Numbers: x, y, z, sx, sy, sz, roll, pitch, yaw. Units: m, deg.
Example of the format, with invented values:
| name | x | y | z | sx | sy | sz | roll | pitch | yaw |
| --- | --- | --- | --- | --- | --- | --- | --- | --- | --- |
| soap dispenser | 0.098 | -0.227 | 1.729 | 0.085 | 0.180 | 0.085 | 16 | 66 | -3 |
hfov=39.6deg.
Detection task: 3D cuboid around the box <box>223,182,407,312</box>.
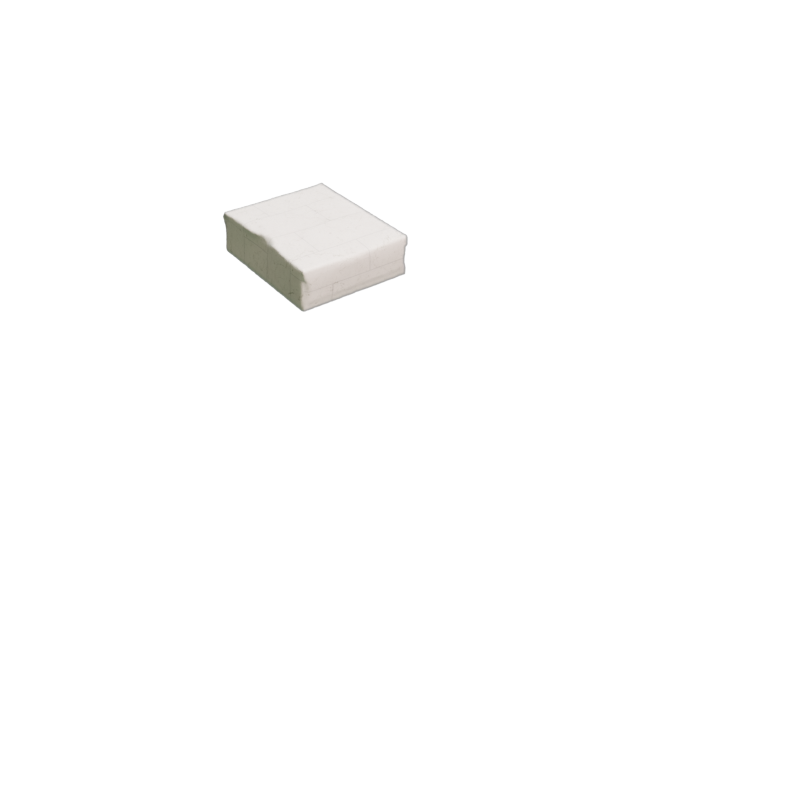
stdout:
| name | x | y | z | sx | sy | sz | roll | pitch | yaw |
| --- | --- | --- | --- | --- | --- | --- | --- | --- | --- |
| box | -0.051 | -0.093 | 0.654 | 0.072 | 0.028 | 0.096 | -22 | 40 | -29 |
